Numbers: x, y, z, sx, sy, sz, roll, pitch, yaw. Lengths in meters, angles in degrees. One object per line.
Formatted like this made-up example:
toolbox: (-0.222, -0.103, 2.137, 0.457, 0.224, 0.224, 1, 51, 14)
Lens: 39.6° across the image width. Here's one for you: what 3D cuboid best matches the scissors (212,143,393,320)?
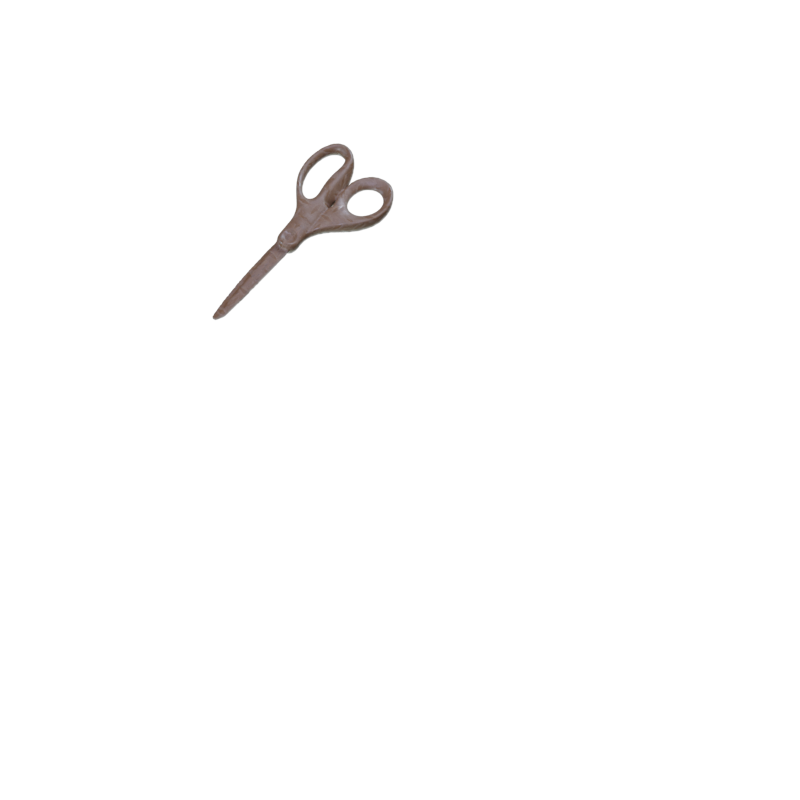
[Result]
scissors: (-0.074, -0.135, 0.948, 0.098, 0.210, 0.015, 18, -27, 10)
